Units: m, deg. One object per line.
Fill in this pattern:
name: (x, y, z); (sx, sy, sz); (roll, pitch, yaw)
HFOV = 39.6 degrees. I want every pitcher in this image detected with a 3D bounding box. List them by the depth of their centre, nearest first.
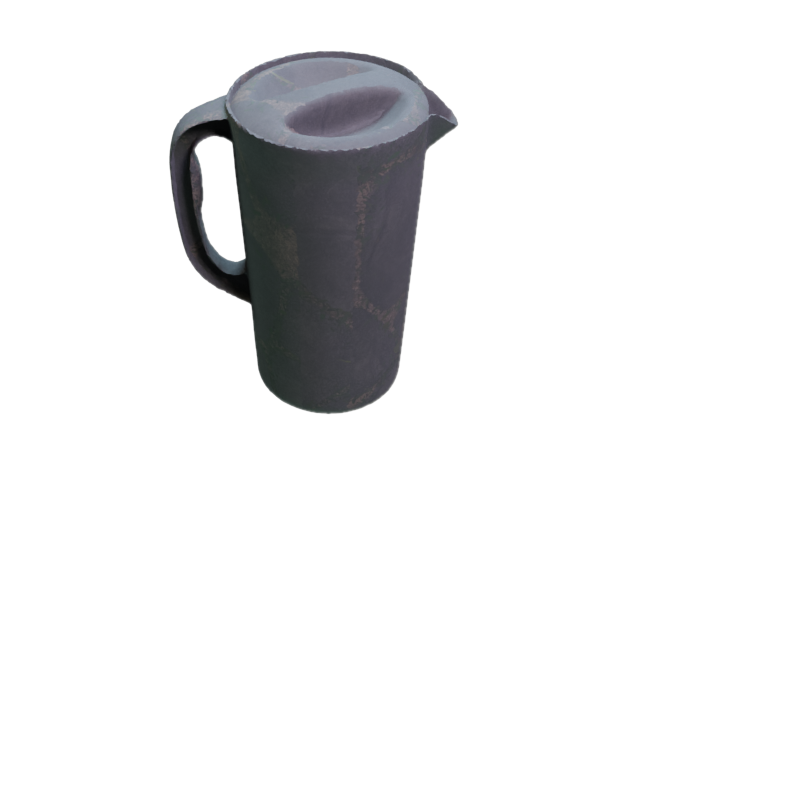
pitcher: (-0.061, -0.111, 0.775); (0.158, 0.227, 0.146); (29, 46, 29)
